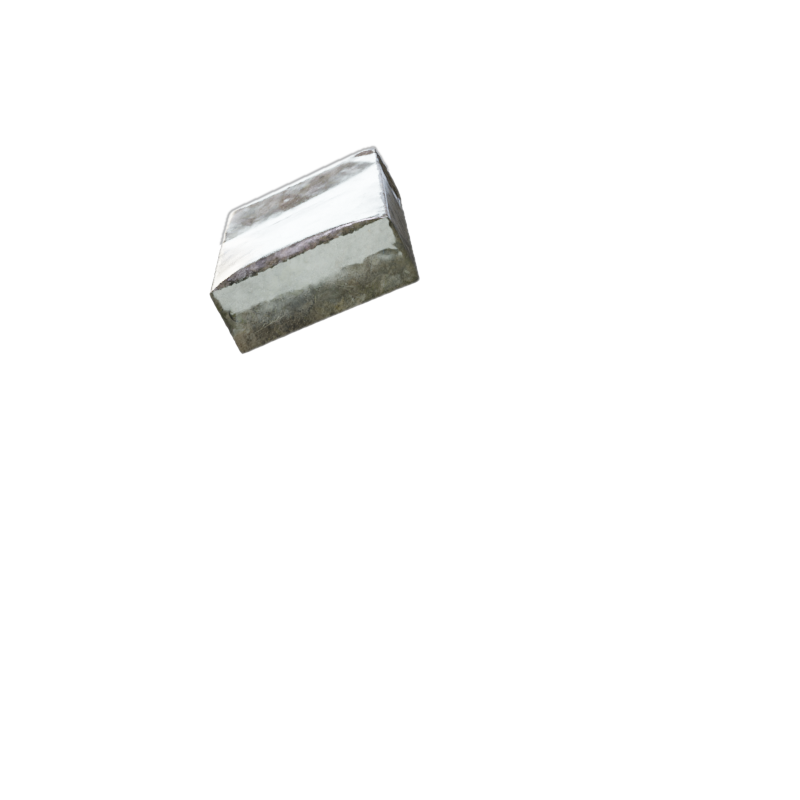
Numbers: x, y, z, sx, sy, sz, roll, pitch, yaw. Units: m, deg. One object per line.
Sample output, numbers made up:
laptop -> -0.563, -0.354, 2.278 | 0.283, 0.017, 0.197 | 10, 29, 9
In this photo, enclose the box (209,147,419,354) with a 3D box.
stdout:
box -> -0.078, -0.142, 0.997 | 0.164, 0.068, 0.226 | -23, 26, 8
